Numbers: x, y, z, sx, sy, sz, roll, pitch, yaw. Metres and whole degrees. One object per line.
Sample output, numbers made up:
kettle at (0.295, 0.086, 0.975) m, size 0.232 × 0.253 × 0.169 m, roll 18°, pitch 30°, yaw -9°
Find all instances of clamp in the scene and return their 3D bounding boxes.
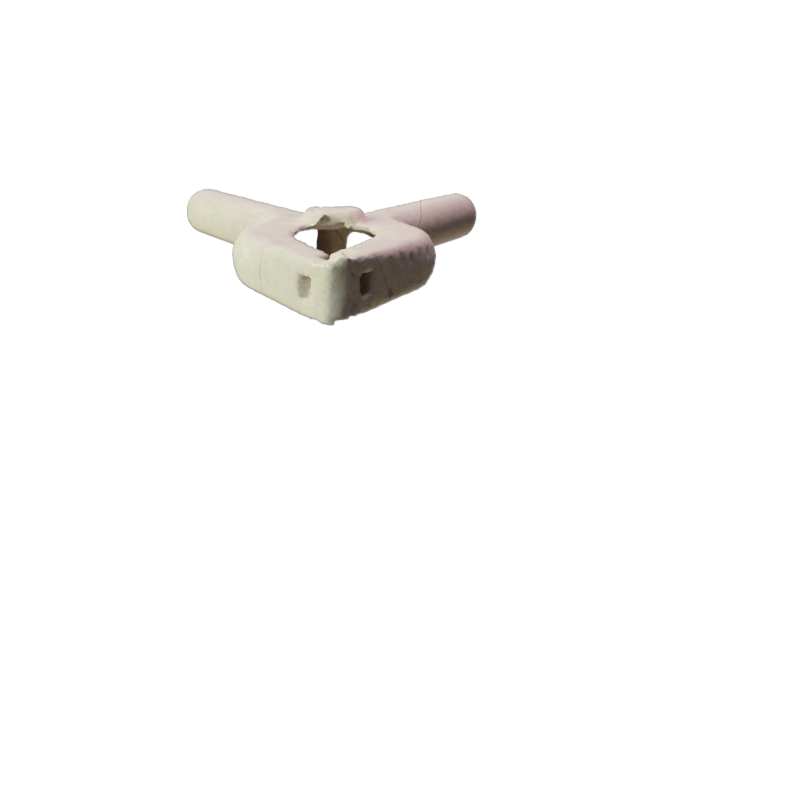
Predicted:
clamp at (-0.043, -0.079, 0.555) m, size 0.166 × 0.035 × 0.216 m, roll 1°, pitch 19°, yaw 4°
